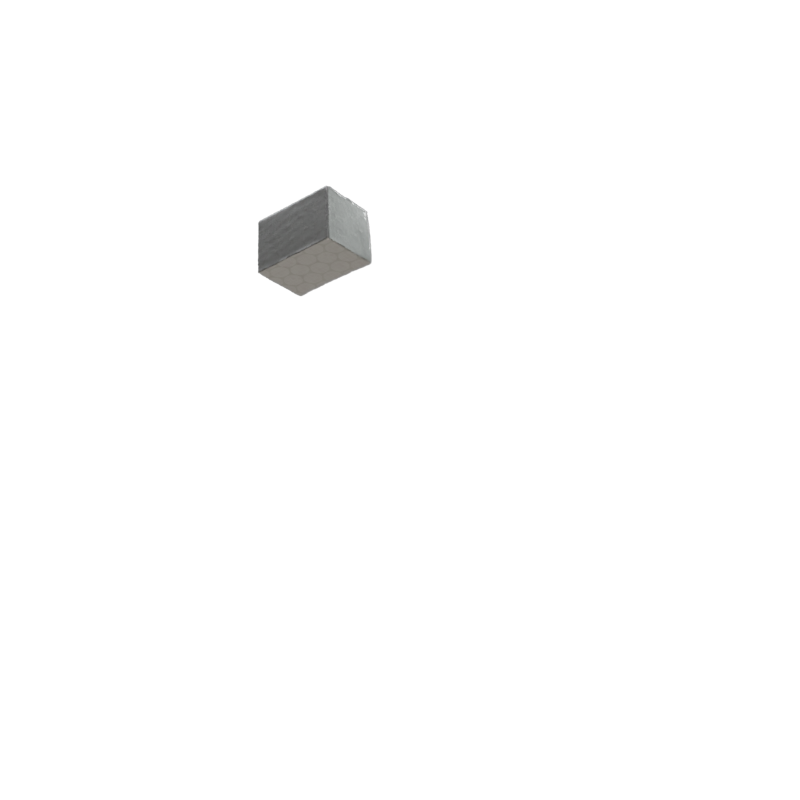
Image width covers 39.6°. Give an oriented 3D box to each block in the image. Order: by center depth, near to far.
[{"bbox_3d":[-0.069,-0.126,0.883,0.078,0.054,0.049,-21,-34,33],"label":"block"}]
